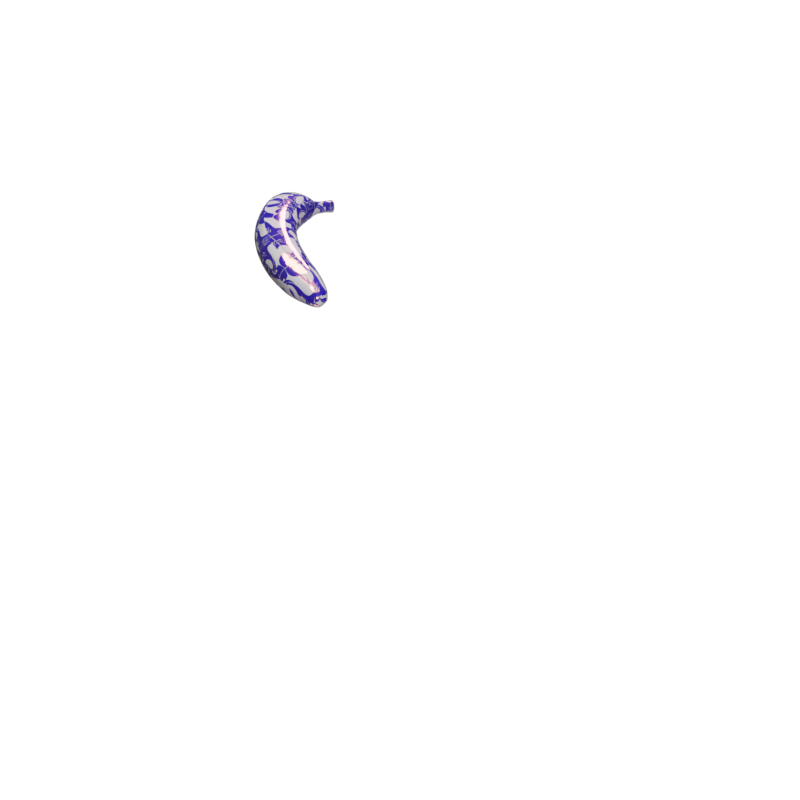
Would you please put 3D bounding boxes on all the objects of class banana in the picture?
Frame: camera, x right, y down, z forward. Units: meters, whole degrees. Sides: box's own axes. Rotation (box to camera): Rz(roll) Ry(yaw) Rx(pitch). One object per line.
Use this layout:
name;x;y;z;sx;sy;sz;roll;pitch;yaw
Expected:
banana;-0.095;-0.142;0.979;0.070;0.034;0.210;0;34;-1
